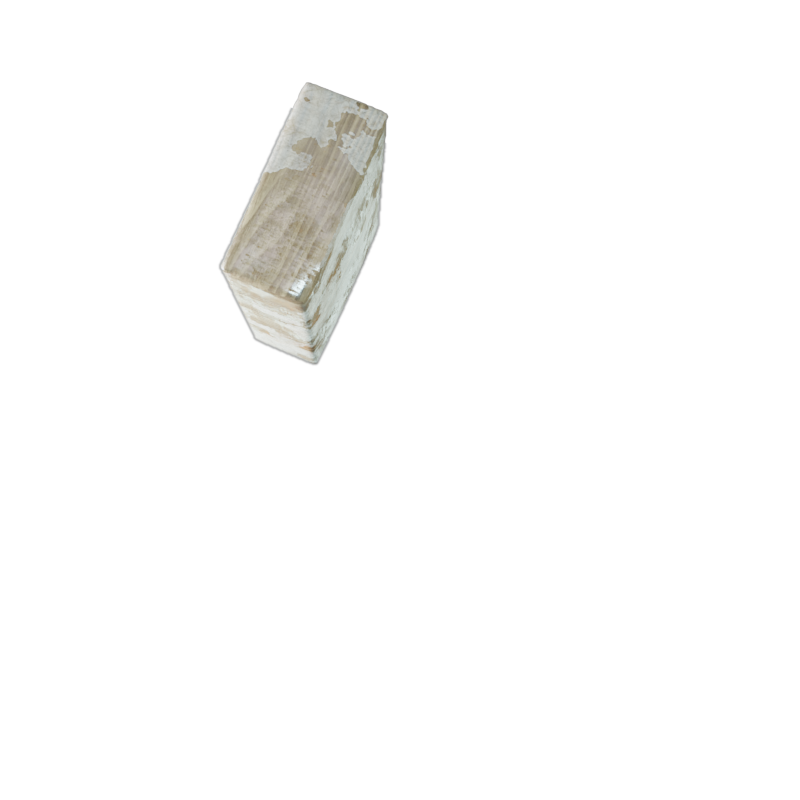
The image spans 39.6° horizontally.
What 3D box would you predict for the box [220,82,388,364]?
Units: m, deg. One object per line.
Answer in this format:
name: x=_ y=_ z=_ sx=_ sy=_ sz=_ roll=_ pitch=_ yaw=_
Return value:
box: x=-0.042 y=-0.077 z=0.544 sx=0.048 sy=0.095 sz=0.173 roll=23 pitch=-7 yaw=-2
